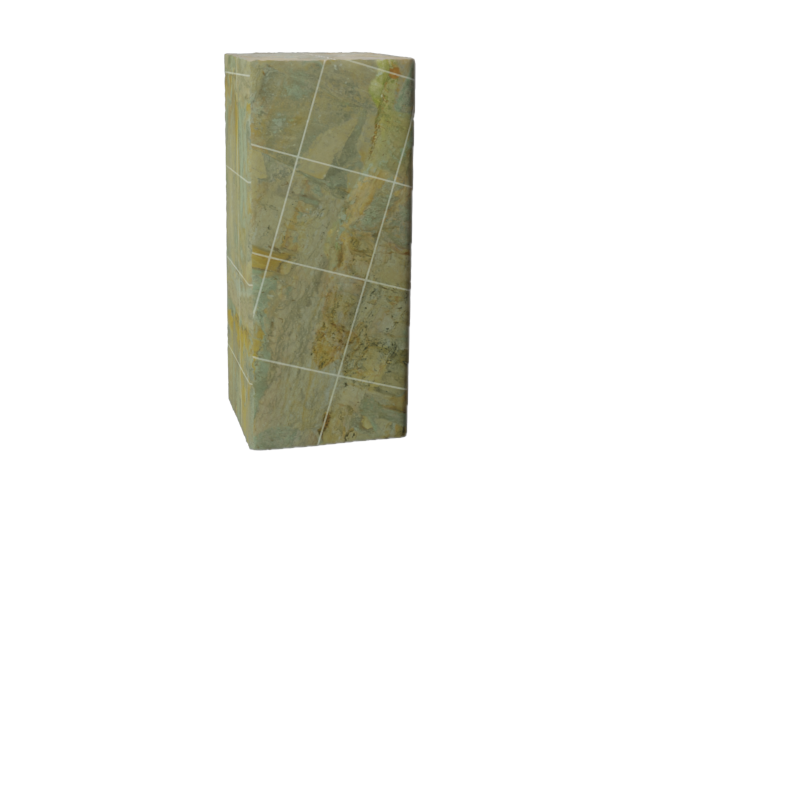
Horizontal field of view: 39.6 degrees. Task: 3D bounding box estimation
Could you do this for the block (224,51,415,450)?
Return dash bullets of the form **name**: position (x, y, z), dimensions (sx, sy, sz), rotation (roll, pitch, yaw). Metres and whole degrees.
- **block**: position (-0.048, -0.088, 0.618), dimensions (0.089, 0.200, 0.095), rotation (-3, 13, -15)
